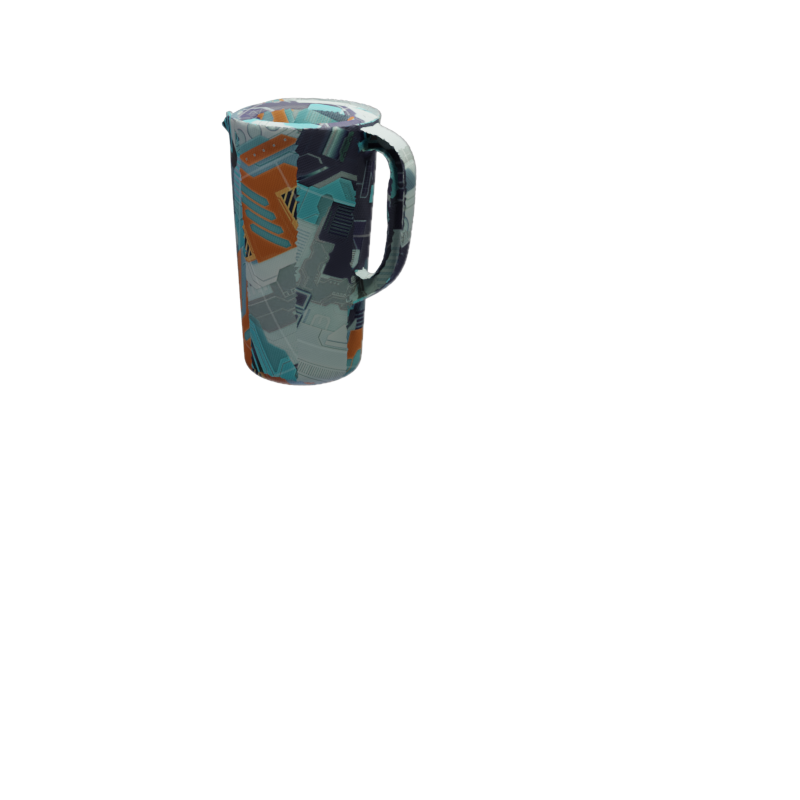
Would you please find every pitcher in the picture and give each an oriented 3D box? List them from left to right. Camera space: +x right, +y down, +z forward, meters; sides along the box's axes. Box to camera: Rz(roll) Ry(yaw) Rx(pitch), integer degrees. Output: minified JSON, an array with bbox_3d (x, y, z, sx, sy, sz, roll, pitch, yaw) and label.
[{"bbox_3d":[-0.076,-0.139,0.974,0.143,0.233,0.158,-5,21,-15],"label":"pitcher"}]
